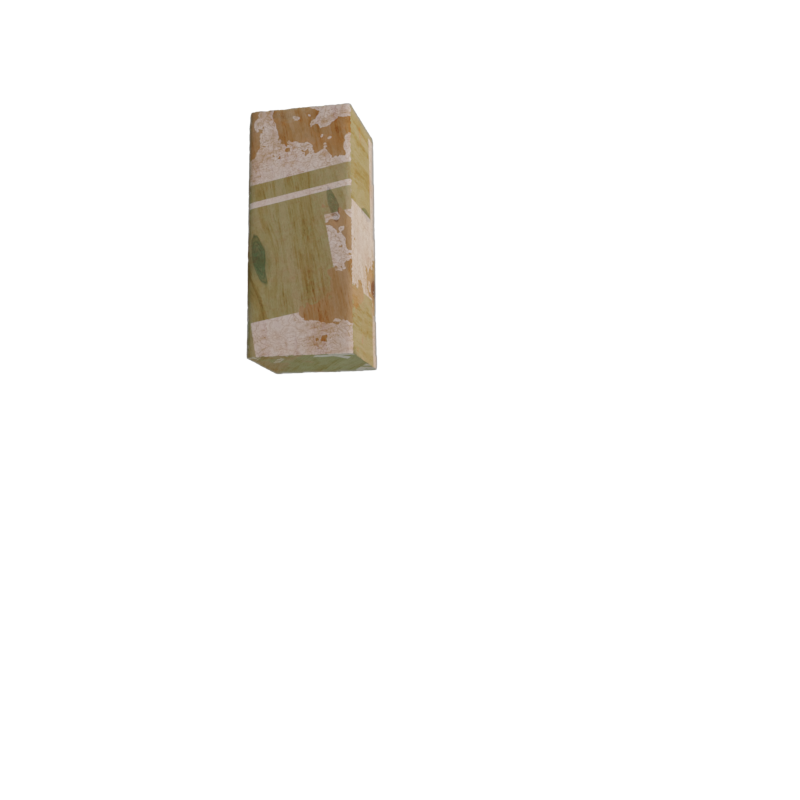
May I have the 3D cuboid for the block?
[{"bbox_3d":[-0.073,-0.132,0.925,0.091,0.214,0.086,-4,-14,12],"label":"block"}]
